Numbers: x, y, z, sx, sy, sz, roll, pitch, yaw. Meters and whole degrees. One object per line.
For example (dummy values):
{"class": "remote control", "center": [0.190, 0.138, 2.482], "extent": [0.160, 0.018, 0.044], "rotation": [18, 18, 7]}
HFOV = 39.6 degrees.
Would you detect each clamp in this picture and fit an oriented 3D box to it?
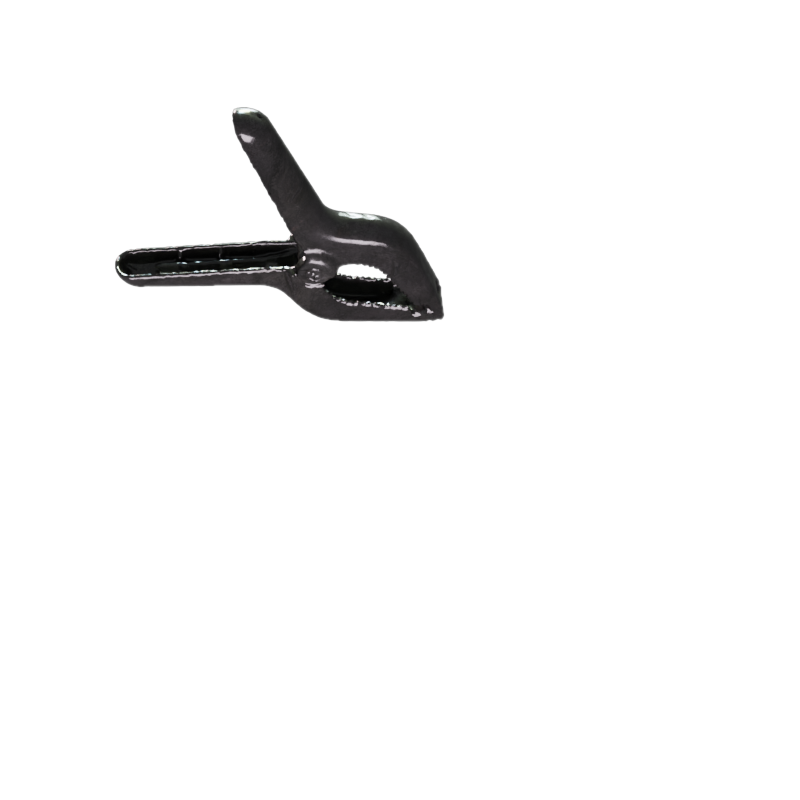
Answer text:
{"class": "clamp", "center": [-0.054, -0.099, 0.694], "extent": [0.202, 0.039, 0.160], "rotation": [16, -38, -22]}
